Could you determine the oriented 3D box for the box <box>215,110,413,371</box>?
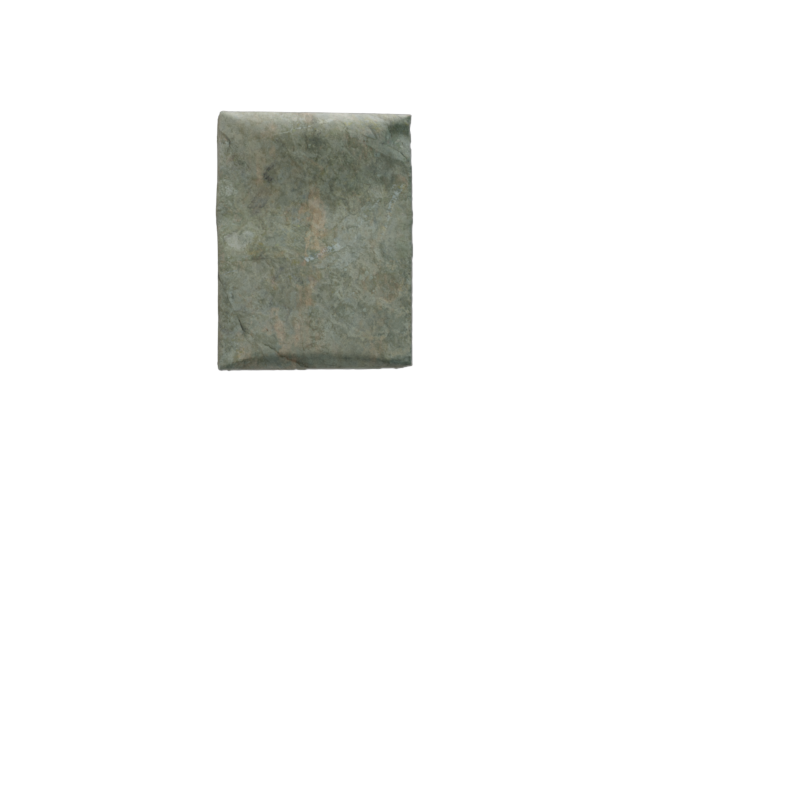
[{"bbox_3d":[-0.073,-0.133,0.933,0.163,0.214,0.072,0,-1,-7],"label":"box"}]
